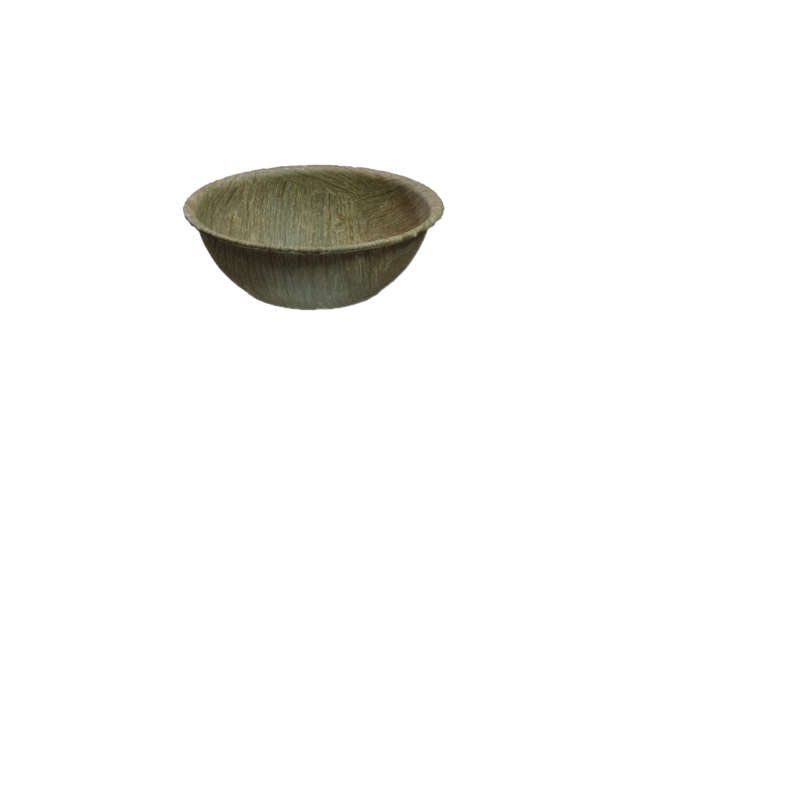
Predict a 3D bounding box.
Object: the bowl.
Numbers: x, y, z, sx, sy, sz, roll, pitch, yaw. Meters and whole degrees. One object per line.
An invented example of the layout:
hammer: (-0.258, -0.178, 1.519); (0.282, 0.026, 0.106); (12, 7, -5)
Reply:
bowl: (-0.055, -0.099, 0.697); (0.162, 0.052, 0.171); (-1, 27, -2)
